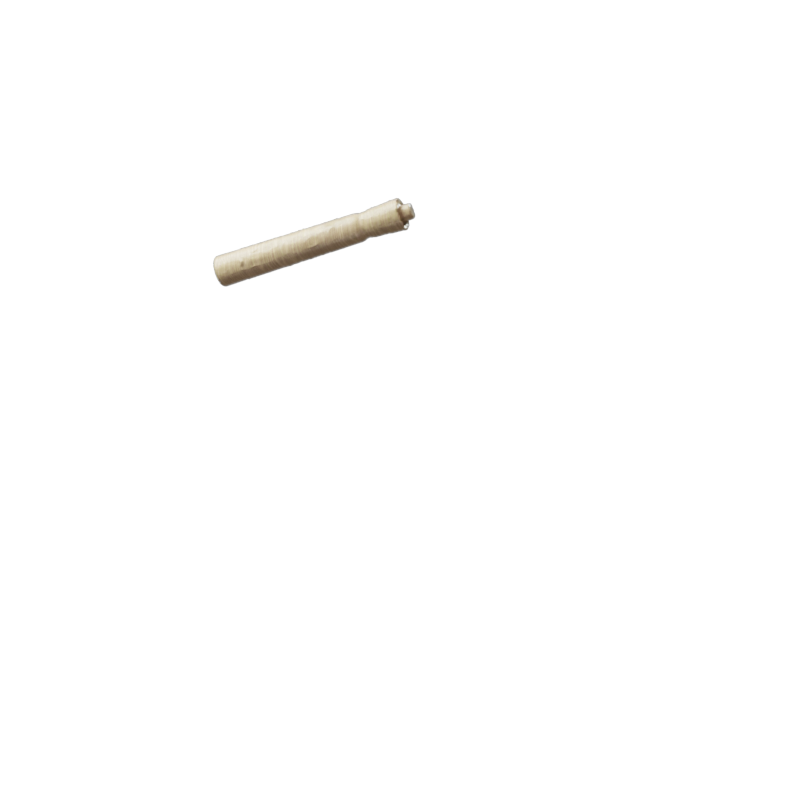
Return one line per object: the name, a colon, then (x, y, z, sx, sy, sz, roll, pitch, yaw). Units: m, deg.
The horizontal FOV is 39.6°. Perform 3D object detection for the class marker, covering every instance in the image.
marker: (-0.049, -0.090, 0.631, 0.122, 0.020, 0.019, -15, -1, 18)
